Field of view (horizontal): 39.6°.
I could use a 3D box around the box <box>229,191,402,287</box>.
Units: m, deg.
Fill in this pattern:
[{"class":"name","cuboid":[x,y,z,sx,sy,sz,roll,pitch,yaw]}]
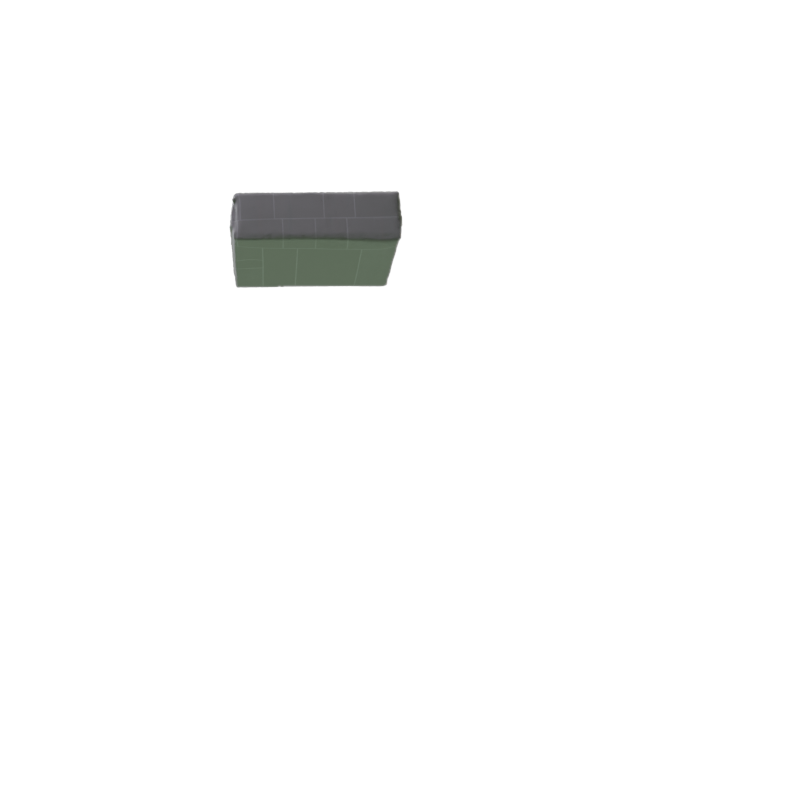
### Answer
[{"class":"box","cuboid":[-0.060,-0.109,0.764,0.113,0.041,0.086,1,-16,-4]}]
